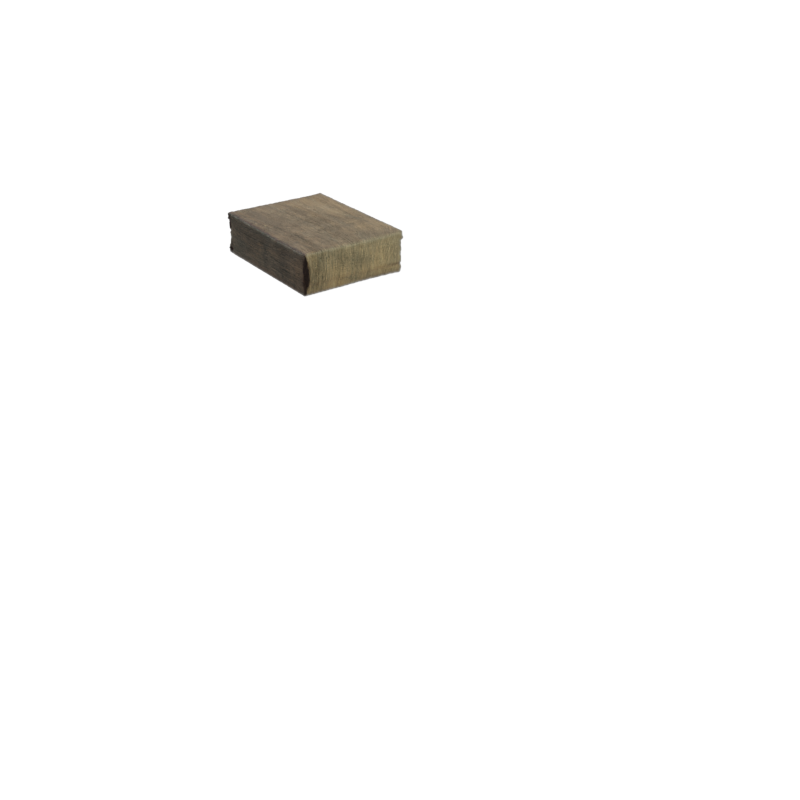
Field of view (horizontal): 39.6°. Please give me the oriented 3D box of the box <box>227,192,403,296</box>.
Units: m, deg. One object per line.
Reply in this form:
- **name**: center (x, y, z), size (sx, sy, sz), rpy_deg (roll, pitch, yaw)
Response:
- **box**: center (-0.067, -0.122, 0.853), size (0.088, 0.037, 0.121), rpy_deg (-17, 30, -33)
